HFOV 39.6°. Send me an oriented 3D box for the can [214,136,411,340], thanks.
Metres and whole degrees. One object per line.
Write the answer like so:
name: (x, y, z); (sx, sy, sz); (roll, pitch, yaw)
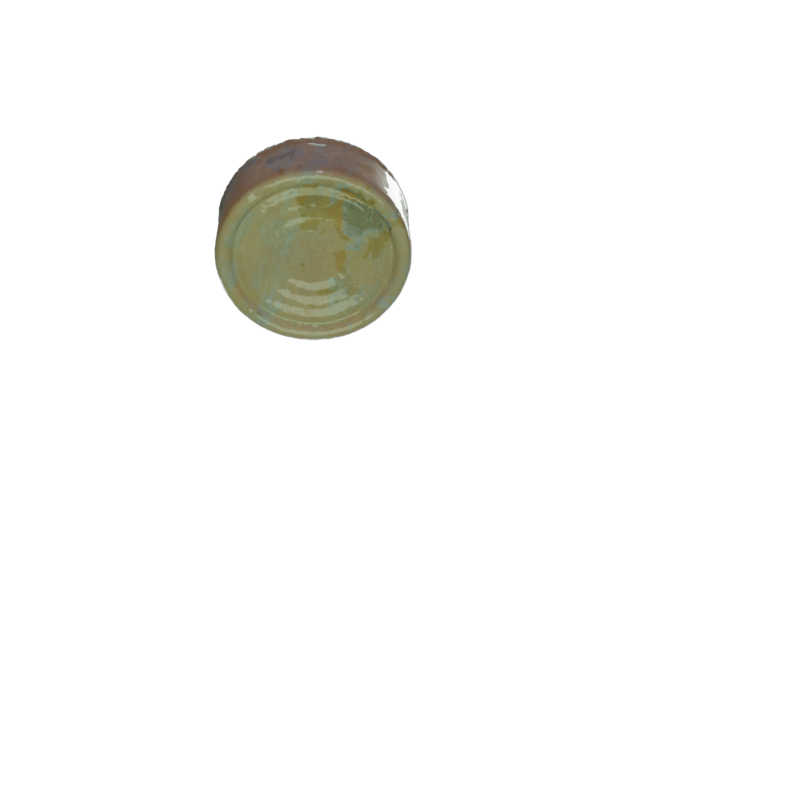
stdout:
can: (-0.038, -0.069, 0.484); (0.086, 0.081, 0.036); (1, 32, -1)
